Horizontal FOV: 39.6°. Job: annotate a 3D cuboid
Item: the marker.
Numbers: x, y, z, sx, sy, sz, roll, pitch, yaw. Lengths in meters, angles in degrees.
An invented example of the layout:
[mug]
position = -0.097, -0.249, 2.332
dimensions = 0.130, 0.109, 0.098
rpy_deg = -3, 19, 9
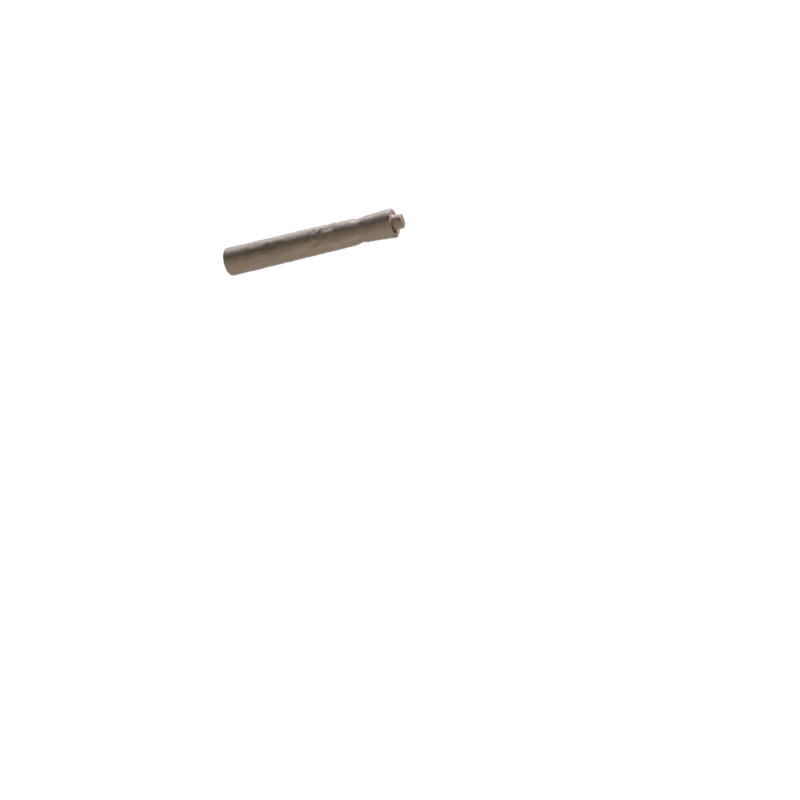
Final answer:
[marker]
position = -0.055, -0.101, 0.705
dimensions = 0.123, 0.020, 0.019
rpy_deg = -10, 0, 20
